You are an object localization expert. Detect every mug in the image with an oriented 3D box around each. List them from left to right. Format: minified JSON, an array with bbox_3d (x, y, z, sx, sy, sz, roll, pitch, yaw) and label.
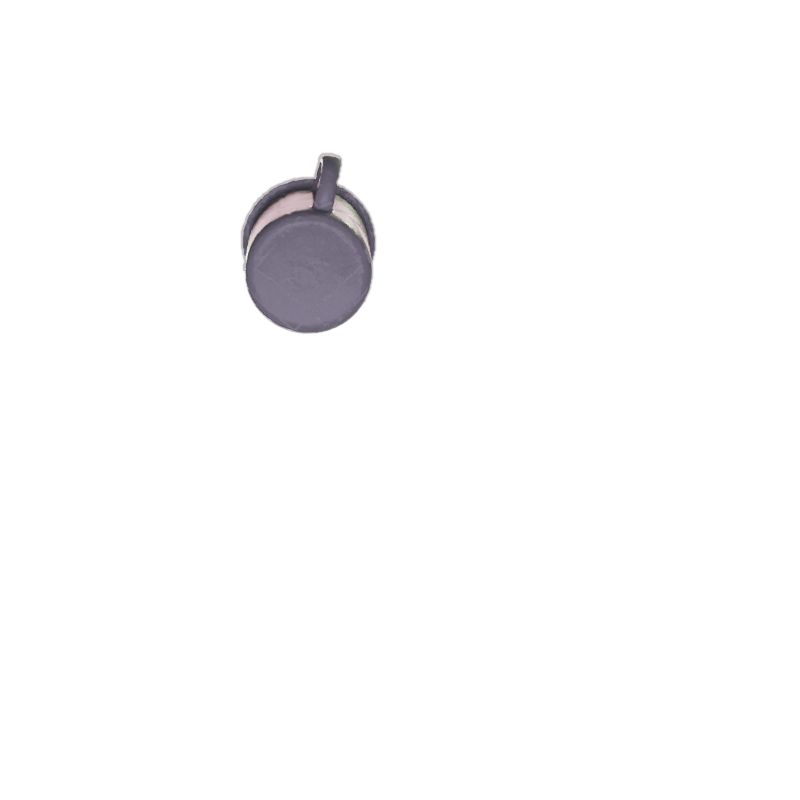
[{"bbox_3d":[-0.057,-0.104,0.732,0.092,0.114,0.085,15,17,-7],"label":"mug"}]
